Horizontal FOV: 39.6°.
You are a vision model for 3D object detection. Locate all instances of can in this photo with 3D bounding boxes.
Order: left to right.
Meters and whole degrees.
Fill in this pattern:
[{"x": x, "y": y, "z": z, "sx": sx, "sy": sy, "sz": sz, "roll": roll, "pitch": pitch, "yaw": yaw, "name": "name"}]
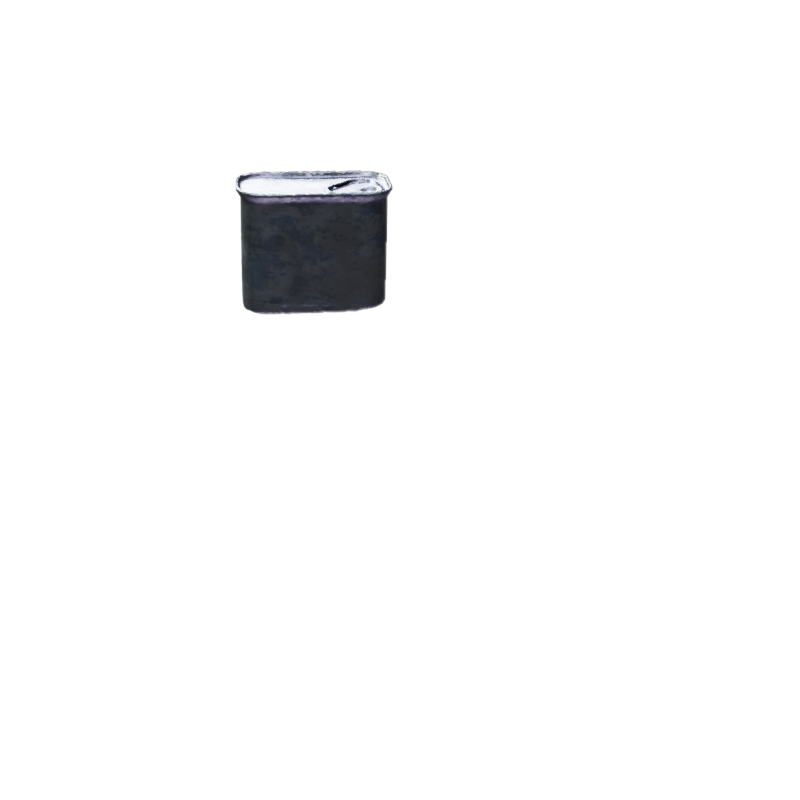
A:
[{"x": -0.058, "y": -0.106, "z": 0.740, "sx": 0.101, "sy": 0.080, "sz": 0.060, "roll": -1, "pitch": 21, "yaw": -5, "name": "can"}]
